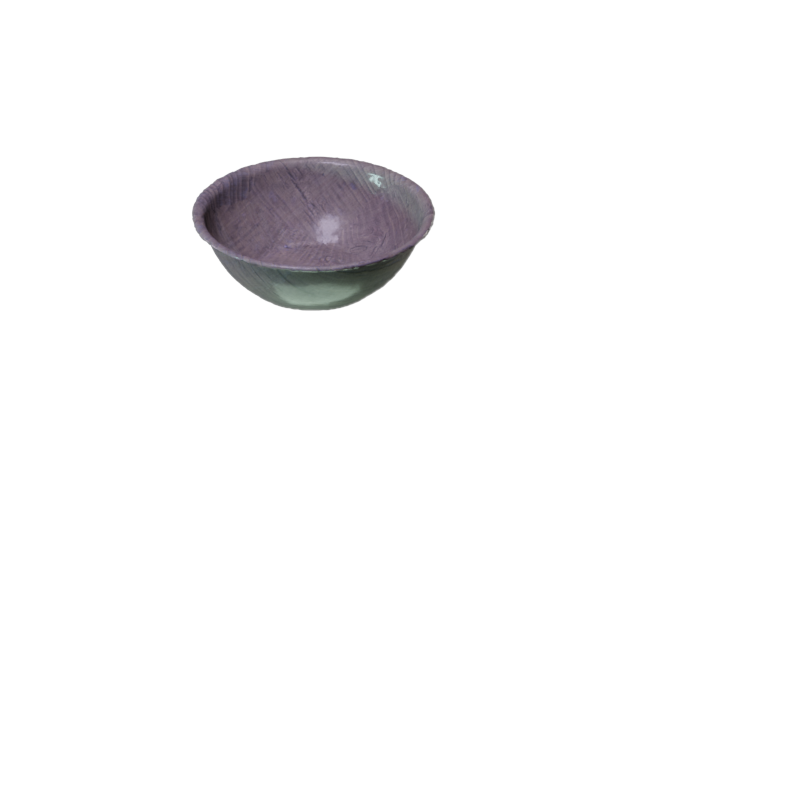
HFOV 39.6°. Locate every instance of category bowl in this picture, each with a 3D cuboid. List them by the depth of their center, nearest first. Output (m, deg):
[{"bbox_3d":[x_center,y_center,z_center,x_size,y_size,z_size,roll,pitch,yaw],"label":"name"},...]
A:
[{"bbox_3d":[-0.059,-0.107,0.752,0.162,0.052,0.173,-1,35,-2],"label":"bowl"}]
